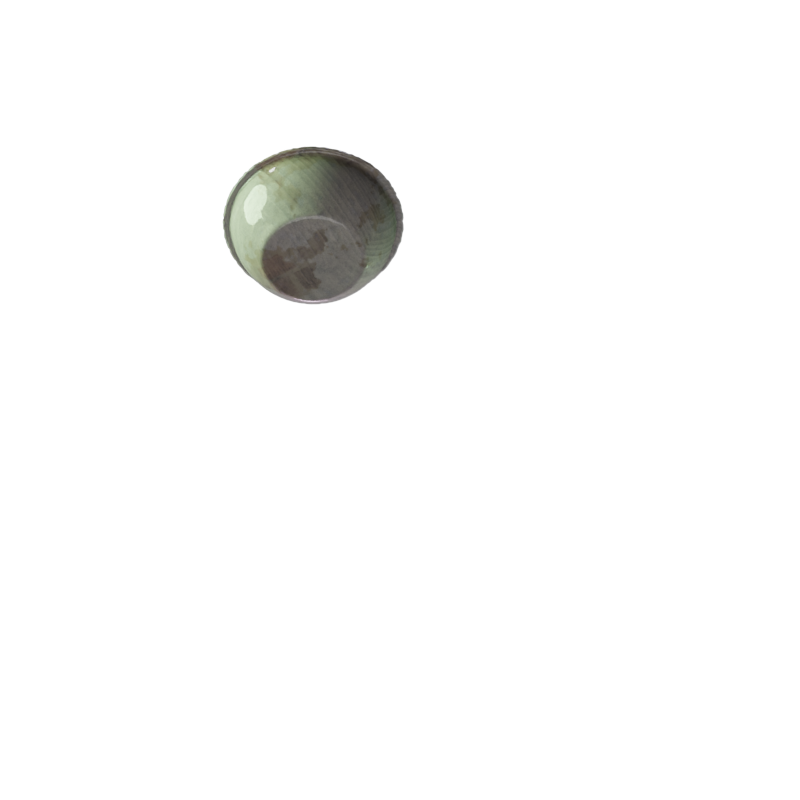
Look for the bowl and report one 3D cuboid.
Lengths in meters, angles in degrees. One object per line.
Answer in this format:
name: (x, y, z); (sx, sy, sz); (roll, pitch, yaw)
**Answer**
bowl: (-0.076, -0.139, 0.971); (0.162, 0.151, 0.059); (1, 37, -1)
